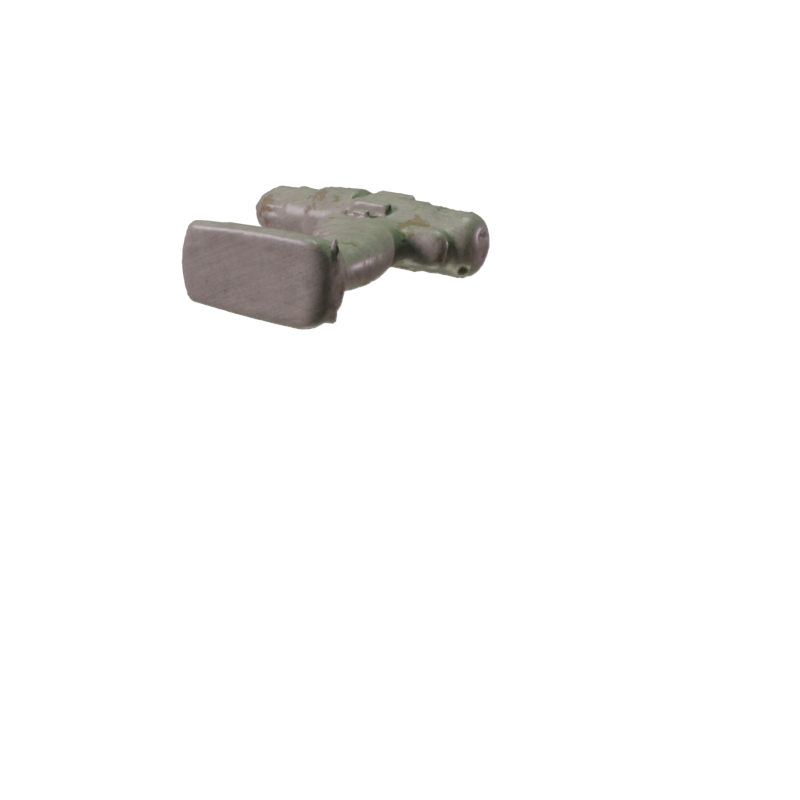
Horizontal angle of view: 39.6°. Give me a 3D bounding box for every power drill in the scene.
[{"bbox_3d":[-0.058,-0.105,0.735,0.193,0.055,0.187,12,24,29],"label":"power drill"}]
